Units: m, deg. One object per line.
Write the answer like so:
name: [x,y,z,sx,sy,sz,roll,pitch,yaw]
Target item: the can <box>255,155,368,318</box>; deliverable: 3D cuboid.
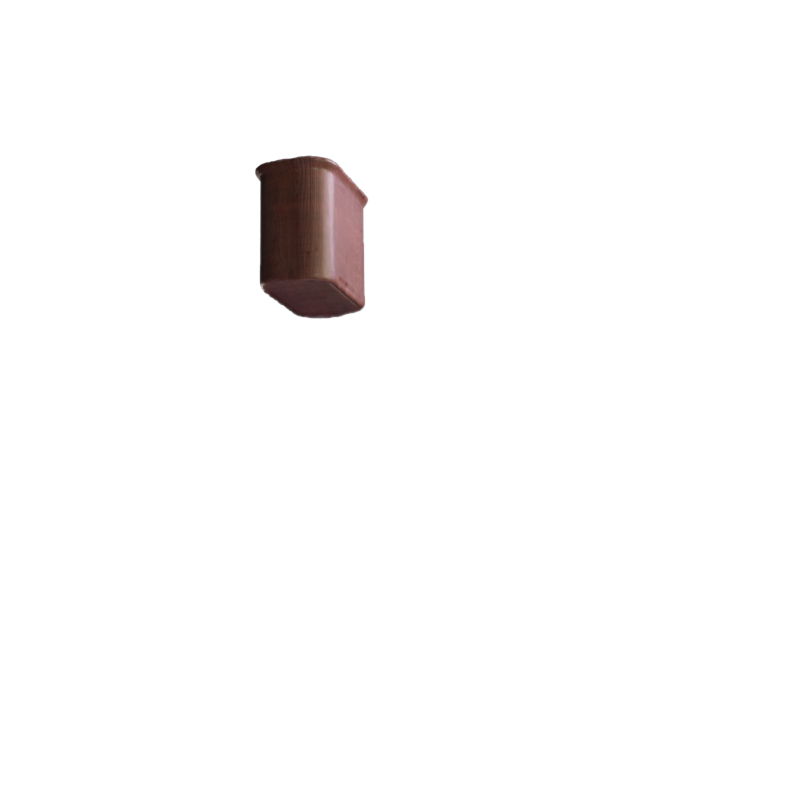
can: [-0.059,-0.108,0.755,0.058,0.087,0.096,-6,-15,16]
